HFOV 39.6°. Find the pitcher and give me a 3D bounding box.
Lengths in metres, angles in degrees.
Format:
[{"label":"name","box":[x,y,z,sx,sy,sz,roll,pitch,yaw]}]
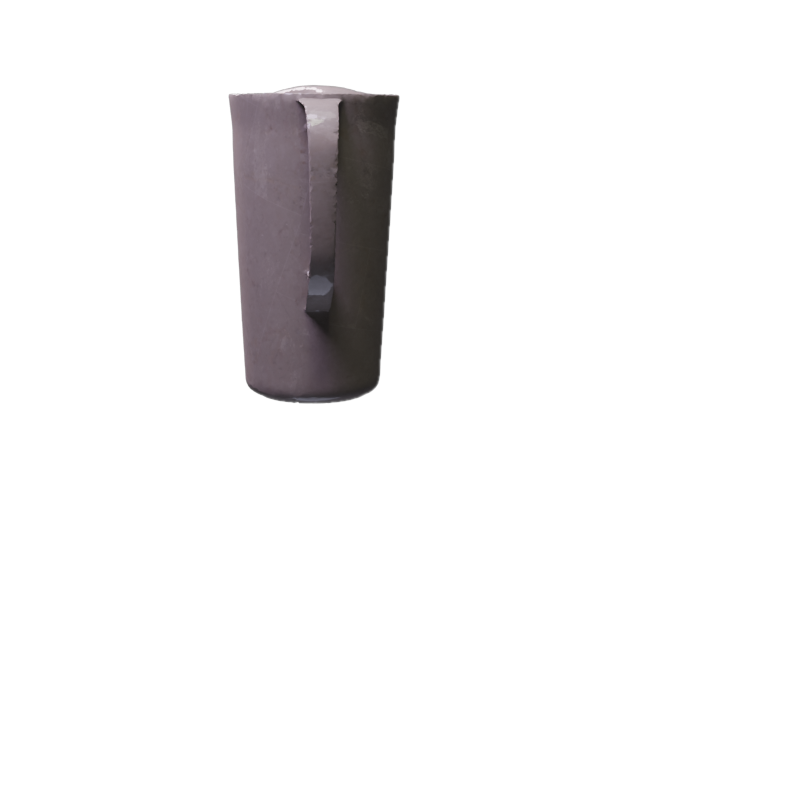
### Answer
[{"label":"pitcher","box":[-0.068,-0.124,0.867,0.151,0.239,0.145,6,10,37]}]
